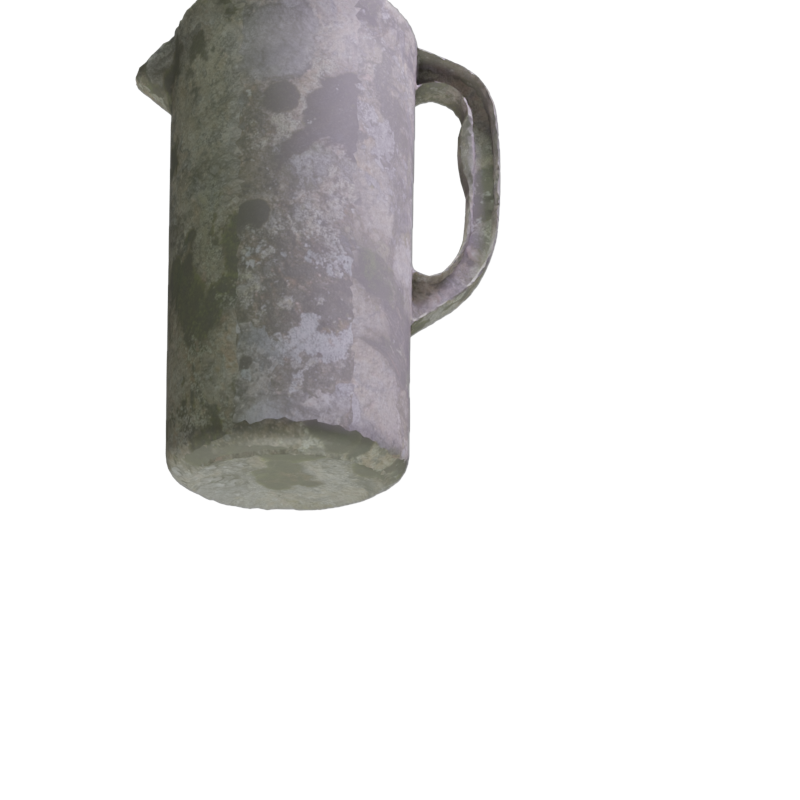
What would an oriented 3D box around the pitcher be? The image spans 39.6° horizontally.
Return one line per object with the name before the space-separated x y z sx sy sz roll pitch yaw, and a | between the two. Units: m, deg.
pitcher | -0.043 -0.078 0.543 0.150 0.257 0.135 -21 -32 35
